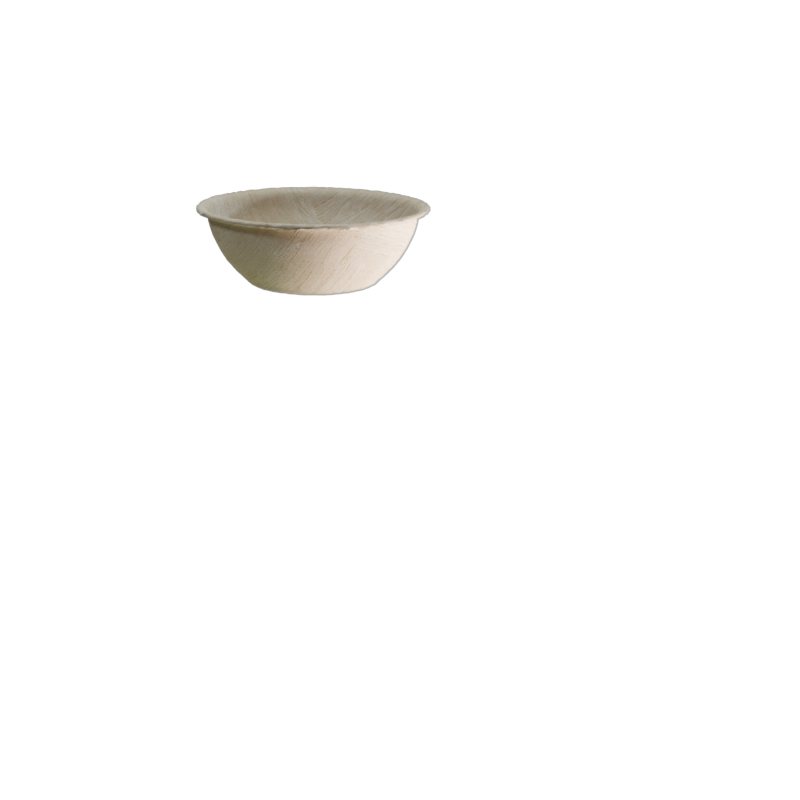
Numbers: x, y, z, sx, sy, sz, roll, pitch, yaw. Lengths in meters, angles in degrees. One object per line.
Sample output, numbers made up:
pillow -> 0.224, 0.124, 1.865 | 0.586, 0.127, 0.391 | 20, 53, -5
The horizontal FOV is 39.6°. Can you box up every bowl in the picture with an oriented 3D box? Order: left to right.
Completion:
bowl -> -0.060, -0.110, 0.771 | 0.162, 0.053, 0.168 | -1, 19, -2
